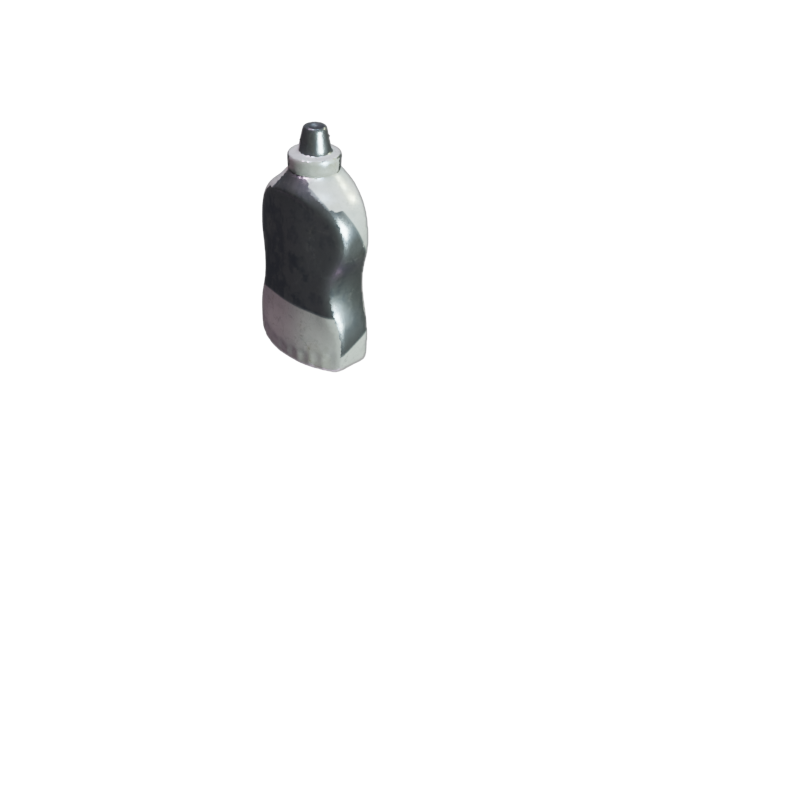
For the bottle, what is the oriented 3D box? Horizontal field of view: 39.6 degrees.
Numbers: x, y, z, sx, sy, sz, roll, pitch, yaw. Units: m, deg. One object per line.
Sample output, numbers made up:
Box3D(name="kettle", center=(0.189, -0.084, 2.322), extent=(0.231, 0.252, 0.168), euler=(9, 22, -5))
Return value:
Box3D(name="bottle", center=(-0.067, -0.123, 0.860), extent=(0.058, 0.181, 0.103), euler=(-22, 38, -37))
